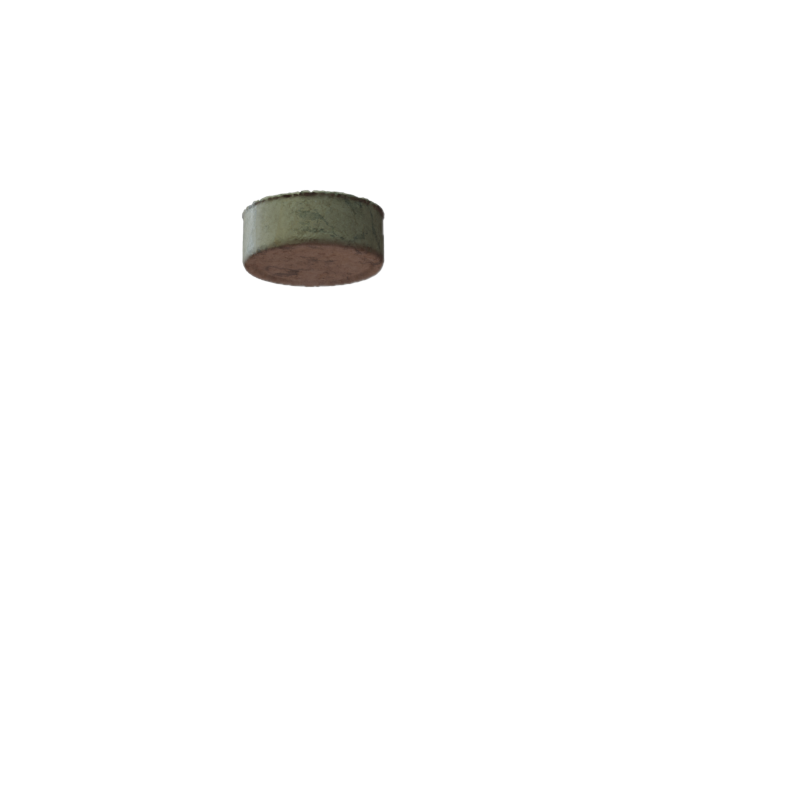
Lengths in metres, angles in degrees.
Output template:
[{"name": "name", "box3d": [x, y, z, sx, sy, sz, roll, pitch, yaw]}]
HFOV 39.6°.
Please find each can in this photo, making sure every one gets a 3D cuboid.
[{"name": "can", "box3d": [-0.052, -0.095, 0.662, 0.086, 0.035, 0.083, 0, -12, -2]}]
